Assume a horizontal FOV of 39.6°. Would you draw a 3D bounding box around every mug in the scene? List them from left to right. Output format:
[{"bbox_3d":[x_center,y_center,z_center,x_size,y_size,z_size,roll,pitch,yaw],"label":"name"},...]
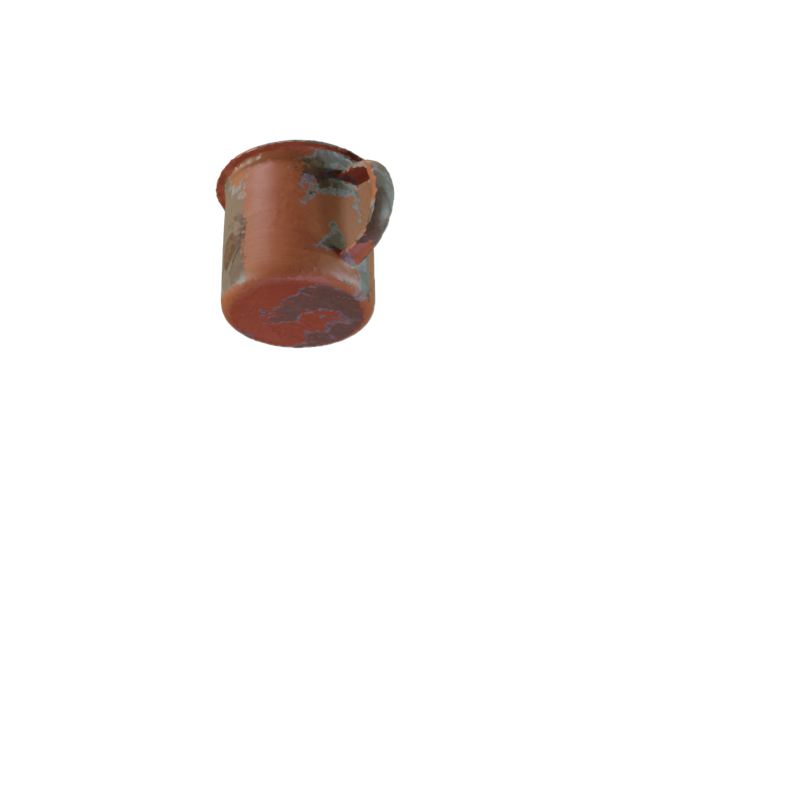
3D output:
[{"bbox_3d":[-0.046,-0.085,0.593,0.117,0.087,0.087,-26,-38,38],"label":"mug"}]
